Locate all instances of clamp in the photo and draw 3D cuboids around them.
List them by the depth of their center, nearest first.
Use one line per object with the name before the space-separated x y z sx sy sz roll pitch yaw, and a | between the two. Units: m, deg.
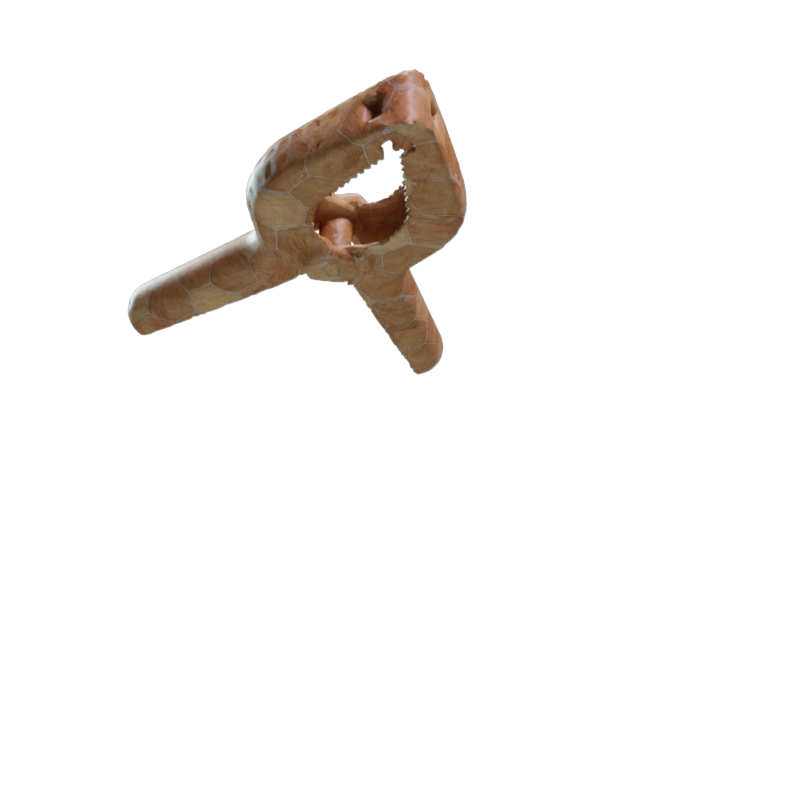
clamp | -0.039 -0.072 0.501 0.162 0.039 0.200 5 -28 -10
